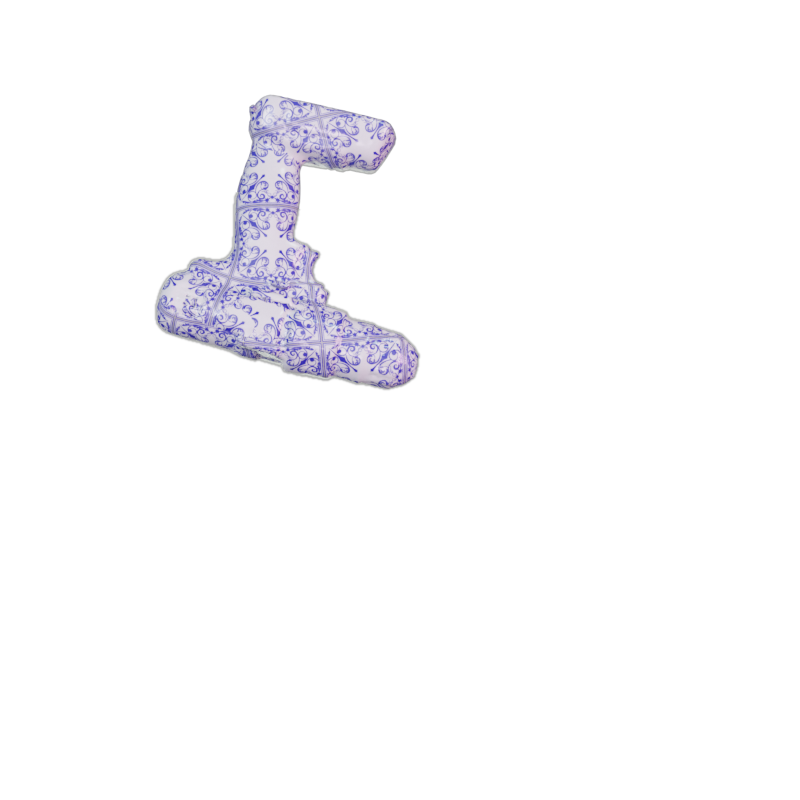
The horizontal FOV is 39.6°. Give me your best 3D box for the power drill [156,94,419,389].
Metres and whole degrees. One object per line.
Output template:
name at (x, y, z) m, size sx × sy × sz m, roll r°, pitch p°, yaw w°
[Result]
power drill at (-0.061, -0.111, 0.779) m, size 0.186 × 0.194 × 0.055 m, roll 14°, pitch -16°, yaw 4°
